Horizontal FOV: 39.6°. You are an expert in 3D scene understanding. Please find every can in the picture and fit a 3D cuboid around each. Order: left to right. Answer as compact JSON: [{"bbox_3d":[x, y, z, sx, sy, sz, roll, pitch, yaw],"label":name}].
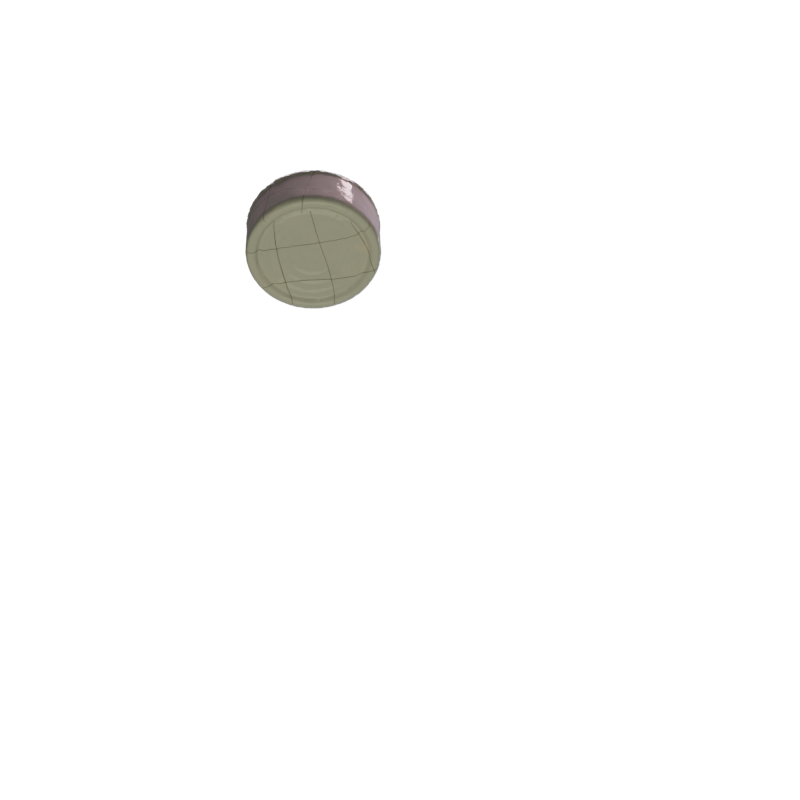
[{"bbox_3d":[-0.055,-0.100,0.698,0.086,0.080,0.036,1,38,-1],"label":"can"}]
